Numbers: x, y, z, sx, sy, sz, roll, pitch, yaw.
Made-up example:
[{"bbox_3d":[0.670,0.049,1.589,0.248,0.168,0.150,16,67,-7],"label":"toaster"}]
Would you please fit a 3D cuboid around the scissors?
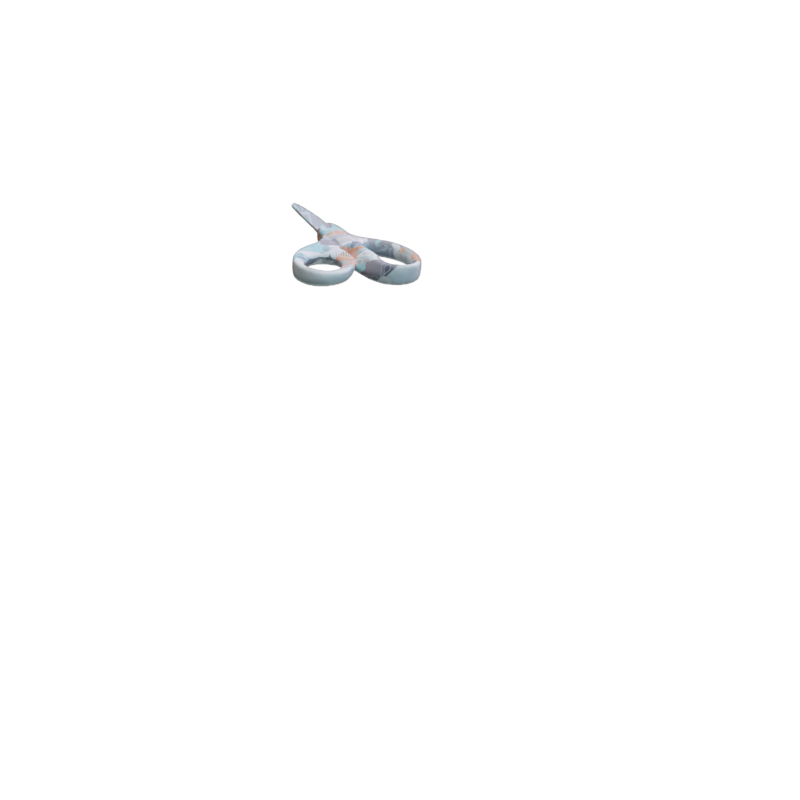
[{"bbox_3d":[-0.064,-0.117,0.817,0.094,0.015,0.215,-15,27,-31],"label":"scissors"}]
